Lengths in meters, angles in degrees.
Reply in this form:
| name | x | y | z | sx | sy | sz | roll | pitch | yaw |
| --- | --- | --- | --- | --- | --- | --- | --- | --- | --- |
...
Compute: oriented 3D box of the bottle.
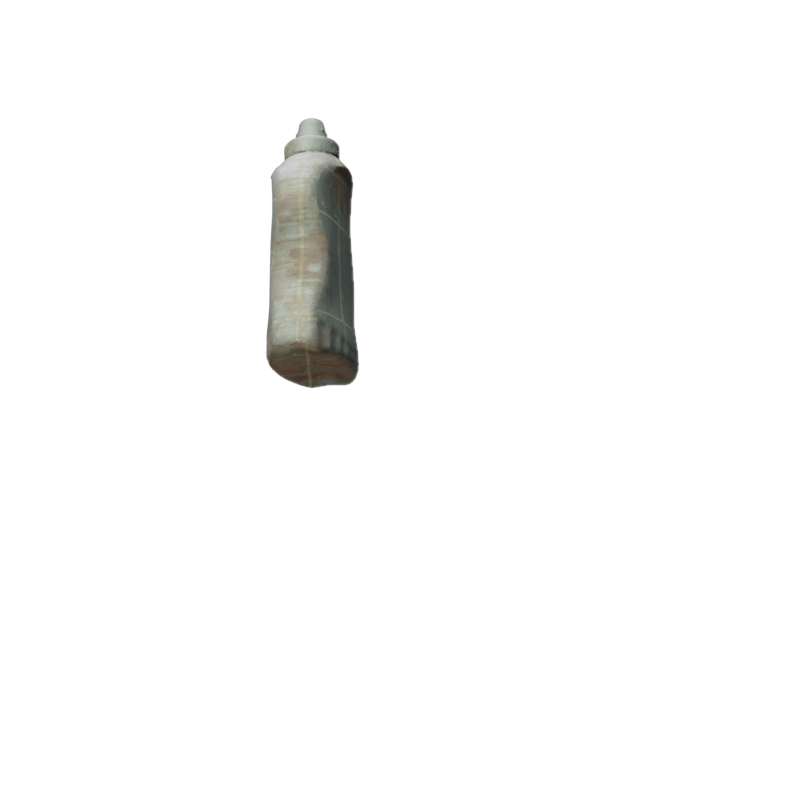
| name | x | y | z | sx | sy | sz | roll | pitch | yaw |
| --- | --- | --- | --- | --- | --- | --- | --- | --- | --- |
| bottle | -0.062 | -0.112 | 0.785 | 0.059 | 0.201 | 0.090 | -7 | -22 | 15 |
